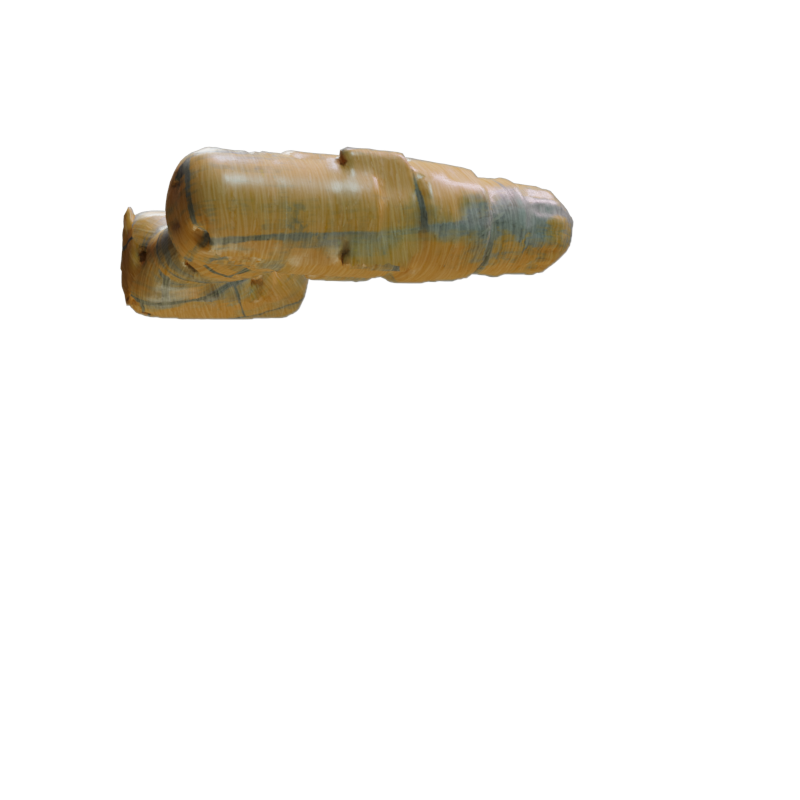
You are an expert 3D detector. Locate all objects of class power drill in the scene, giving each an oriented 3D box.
[{"bbox_3d":[-0.041,-0.074,0.519,0.178,0.058,0.191,2,-5,-28],"label":"power drill"}]
